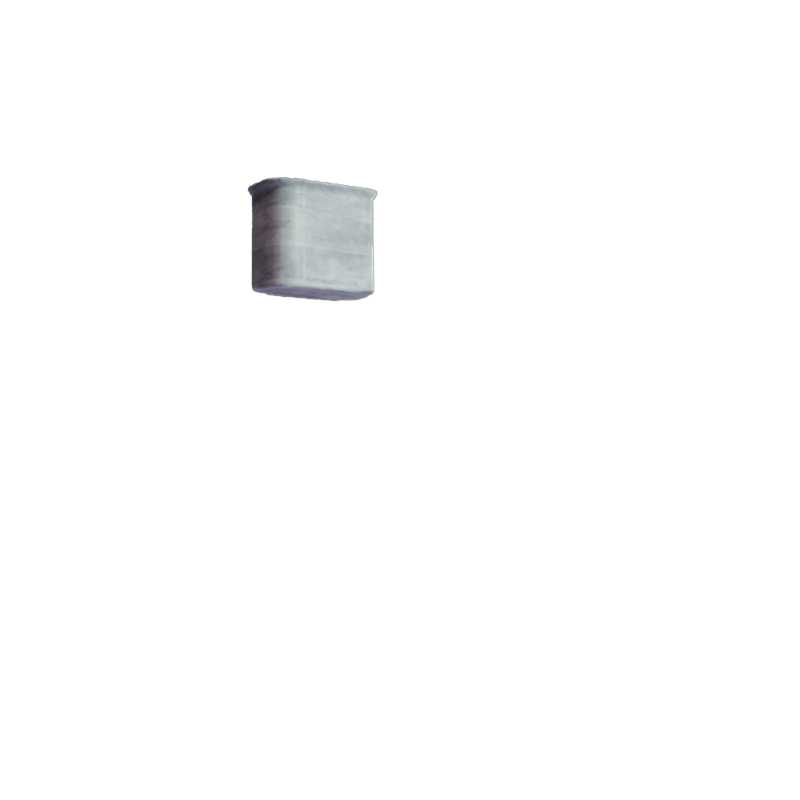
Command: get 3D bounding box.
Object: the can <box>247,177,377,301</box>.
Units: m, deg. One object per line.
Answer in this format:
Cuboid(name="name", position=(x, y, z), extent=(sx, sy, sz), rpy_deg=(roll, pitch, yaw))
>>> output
Cuboid(name="can", position=(-0.068, -0.124, 0.866), extent=(0.098, 0.086, 0.059), rpy_deg=(4, -9, -33))
